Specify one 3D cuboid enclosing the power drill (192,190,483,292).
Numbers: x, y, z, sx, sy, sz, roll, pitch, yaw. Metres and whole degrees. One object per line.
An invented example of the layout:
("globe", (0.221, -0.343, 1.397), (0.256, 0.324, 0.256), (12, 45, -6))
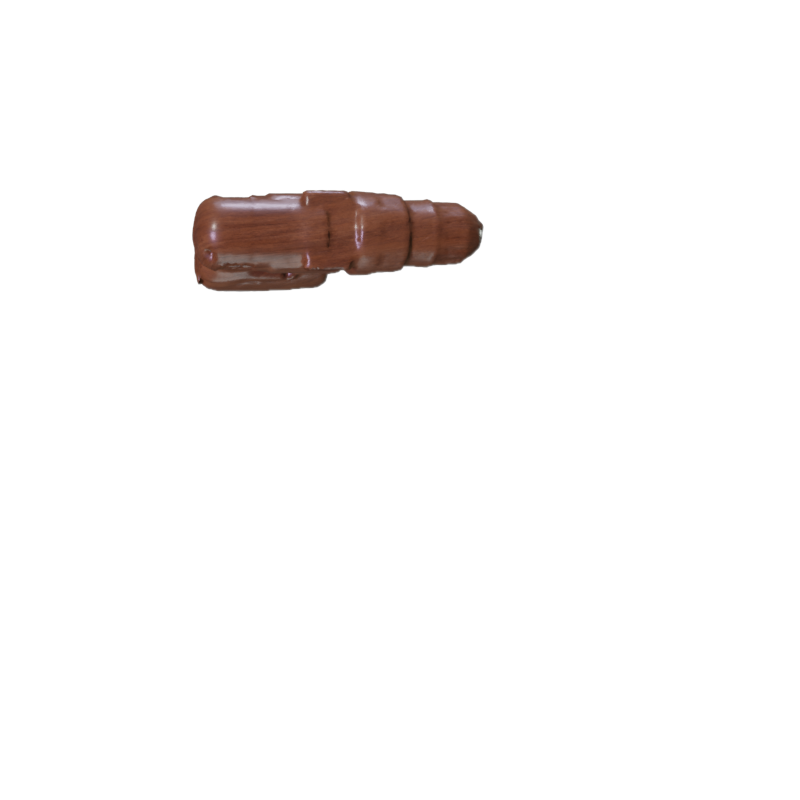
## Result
("power drill", (-0.059, -0.107, 0.753), (0.180, 0.058, 0.190), (0, 1, -17))
